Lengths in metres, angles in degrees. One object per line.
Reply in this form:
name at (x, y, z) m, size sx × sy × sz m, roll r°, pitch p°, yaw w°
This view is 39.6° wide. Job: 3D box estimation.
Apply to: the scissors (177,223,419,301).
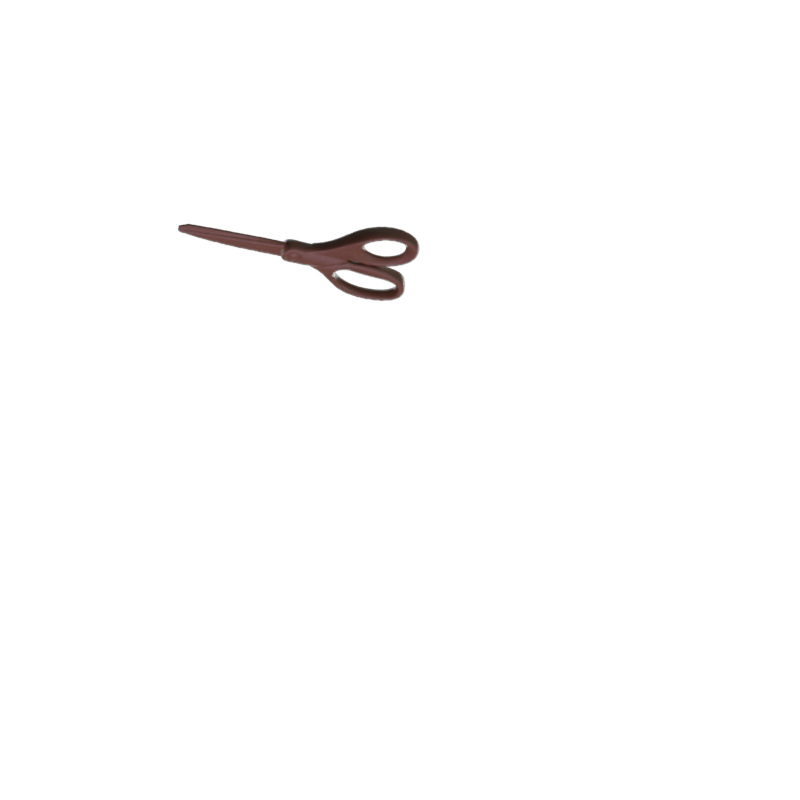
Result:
scissors at (-0.071, -0.130, 0.908) m, size 0.192 × 0.017 × 0.094 m, roll 20°, pitch -39°, yaw -27°
